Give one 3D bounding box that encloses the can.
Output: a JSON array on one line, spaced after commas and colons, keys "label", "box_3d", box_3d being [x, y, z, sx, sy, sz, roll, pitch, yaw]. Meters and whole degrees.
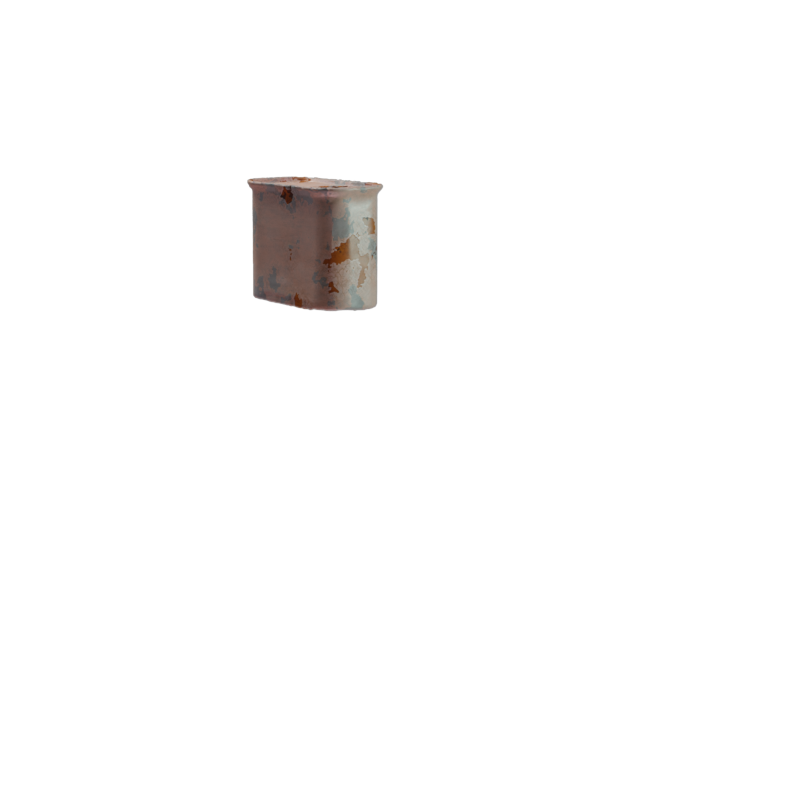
[{"label": "can", "box_3d": [-0.060, -0.109, 0.764, 0.056, 0.082, 0.107, -8, 15, -41]}]
